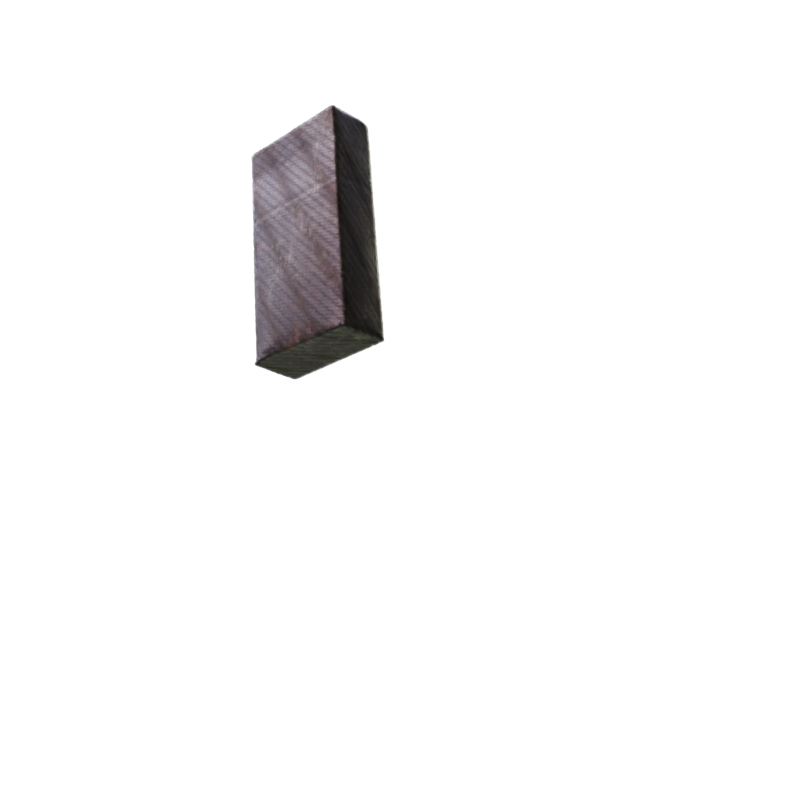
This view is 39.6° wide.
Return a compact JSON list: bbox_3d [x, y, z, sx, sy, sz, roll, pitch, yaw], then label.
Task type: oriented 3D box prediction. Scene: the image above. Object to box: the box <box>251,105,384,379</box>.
[{"bbox_3d":[-0.062,-0.113,0.794,0.094,0.187,0.045,-24,-35,37],"label":"box"}]
